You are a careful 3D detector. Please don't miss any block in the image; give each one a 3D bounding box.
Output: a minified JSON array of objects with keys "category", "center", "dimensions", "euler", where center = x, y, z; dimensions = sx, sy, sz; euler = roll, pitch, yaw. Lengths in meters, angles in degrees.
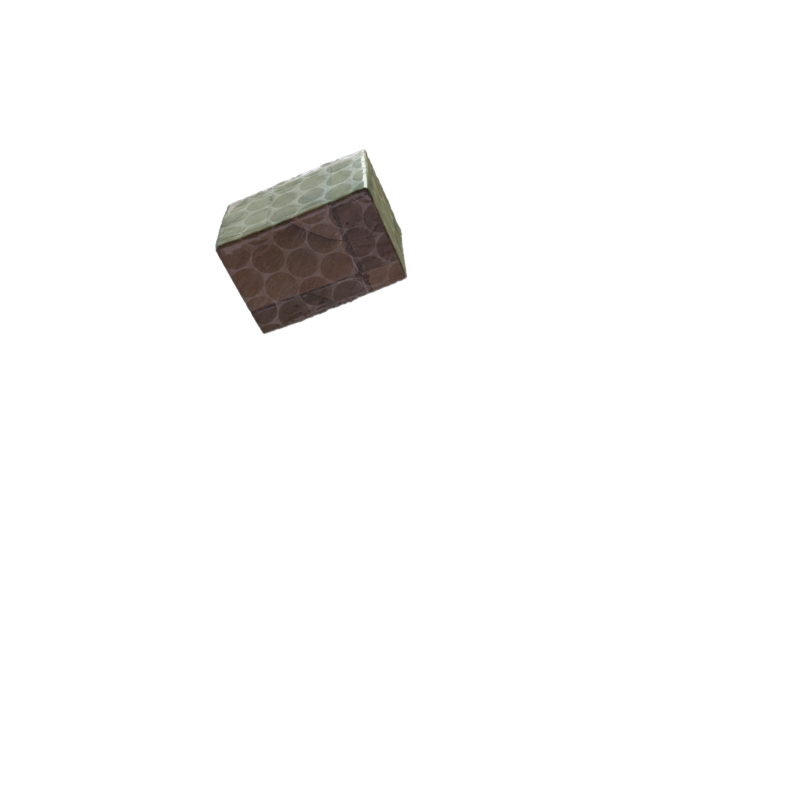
[{"category":"block","center":[-0.042,-0.077,0.537],"dimensions":[0.078,0.050,0.054],"euler":[-20,28,9]}]
